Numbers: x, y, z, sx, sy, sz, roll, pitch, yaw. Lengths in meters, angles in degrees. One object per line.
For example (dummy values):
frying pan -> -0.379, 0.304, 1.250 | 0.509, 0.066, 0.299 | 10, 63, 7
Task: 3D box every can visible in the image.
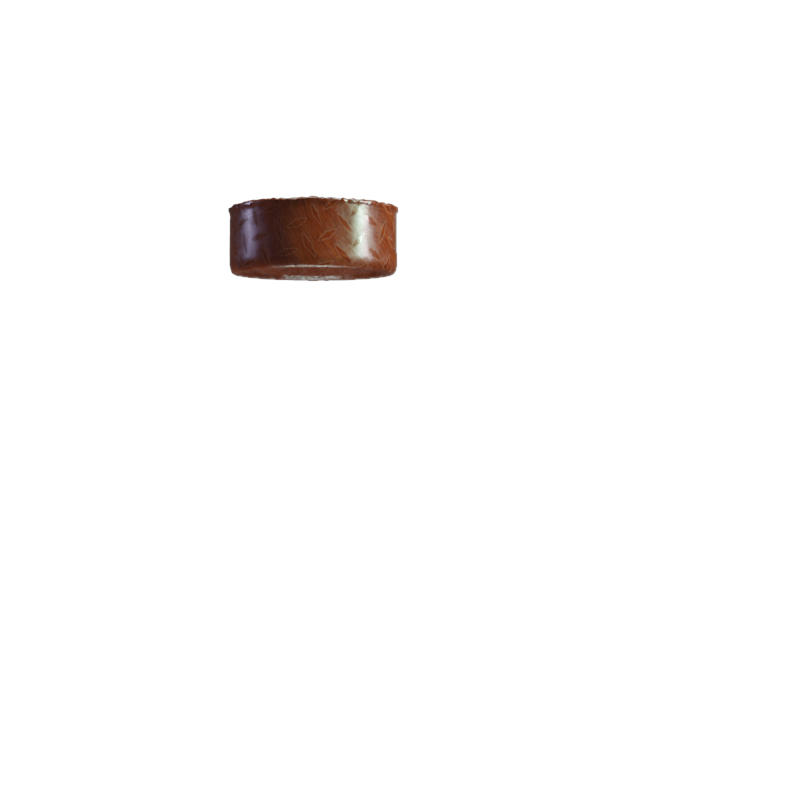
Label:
can -> -0.044, -0.080, 0.559 | 0.086, 0.034, 0.085 | 0, 0, -2
